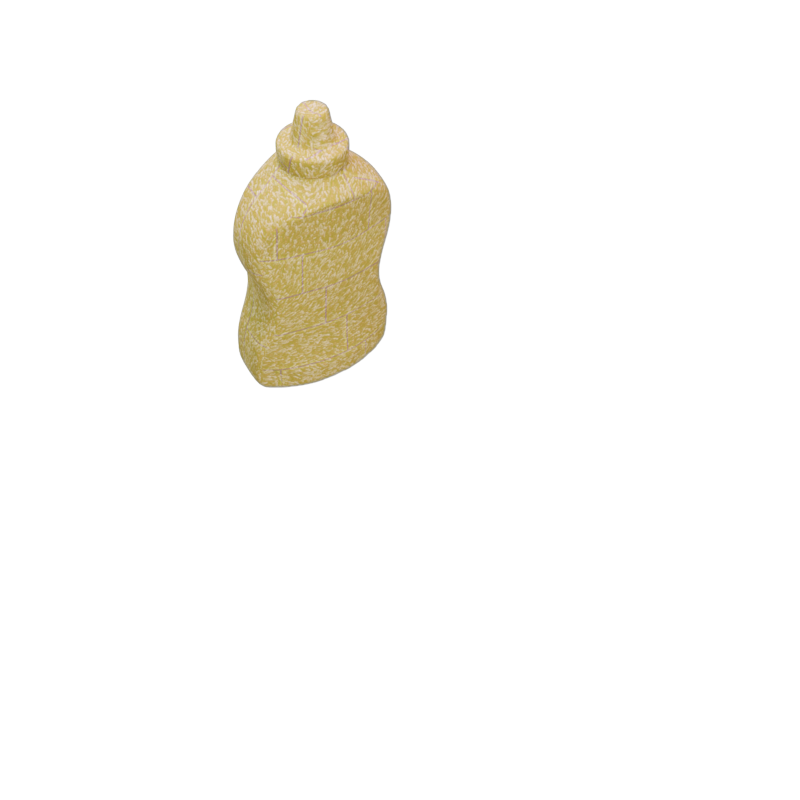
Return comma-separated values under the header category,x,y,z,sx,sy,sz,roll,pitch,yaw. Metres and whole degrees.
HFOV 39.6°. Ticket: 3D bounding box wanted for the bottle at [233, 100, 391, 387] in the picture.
category,x,y,z,sx,sy,sz,roll,pitch,yaw
bottle,-0.052,-0.094,0.659,0.095,0.179,0.063,-20,51,-21
